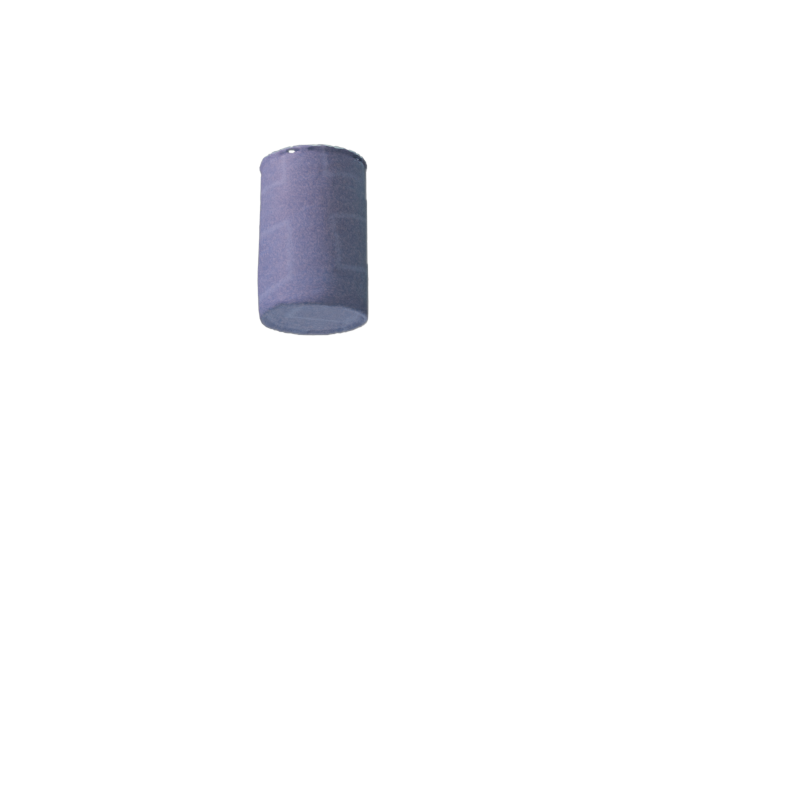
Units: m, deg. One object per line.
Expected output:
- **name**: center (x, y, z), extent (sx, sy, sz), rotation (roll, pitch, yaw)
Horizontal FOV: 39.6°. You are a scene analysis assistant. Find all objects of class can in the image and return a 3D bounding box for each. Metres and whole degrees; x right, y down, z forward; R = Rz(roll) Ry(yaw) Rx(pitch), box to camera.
- **can**: center (-0.053, -0.097, 0.682), extent (0.068, 0.107, 0.066), rotation (0, -18, -2)
